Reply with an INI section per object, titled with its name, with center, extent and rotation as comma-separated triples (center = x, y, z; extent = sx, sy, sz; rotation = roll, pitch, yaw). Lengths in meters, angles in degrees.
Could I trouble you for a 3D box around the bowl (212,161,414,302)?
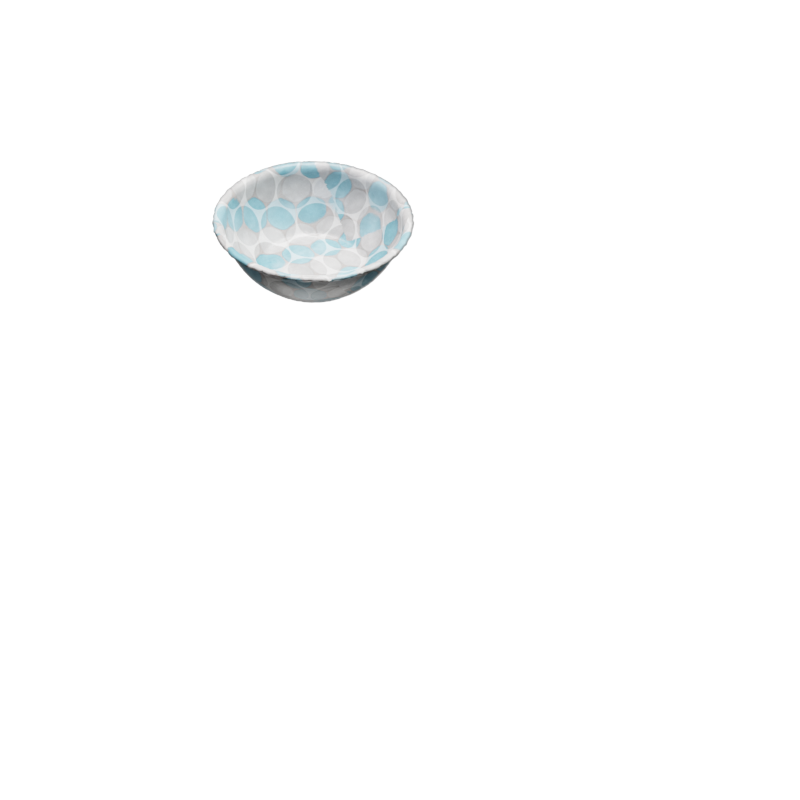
[bowl]
center = -0.071, -0.130, 0.907
extent = 0.162, 0.051, 0.174
rotation = -1, 43, -1
